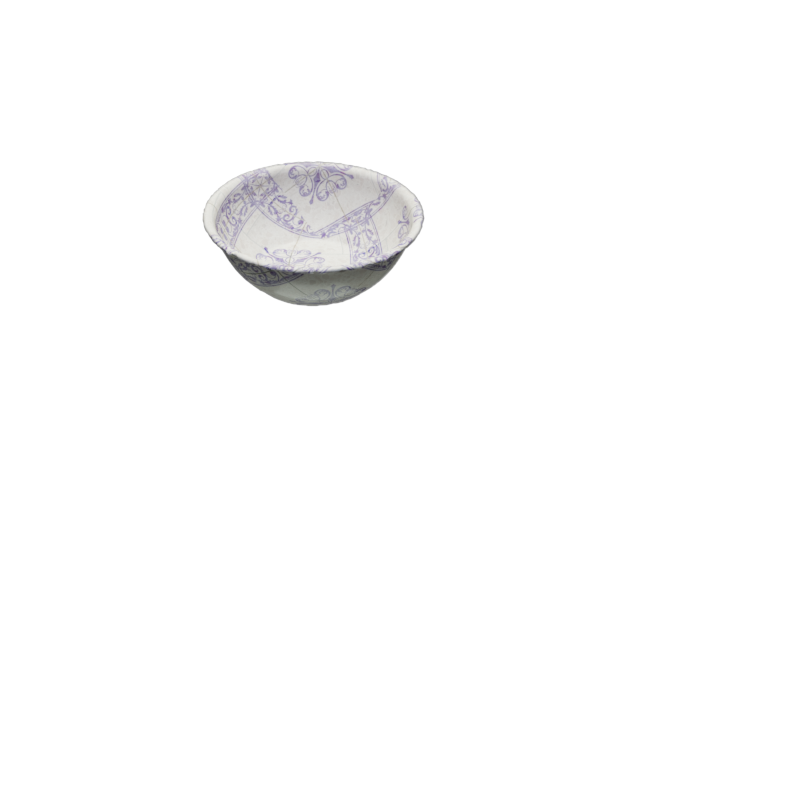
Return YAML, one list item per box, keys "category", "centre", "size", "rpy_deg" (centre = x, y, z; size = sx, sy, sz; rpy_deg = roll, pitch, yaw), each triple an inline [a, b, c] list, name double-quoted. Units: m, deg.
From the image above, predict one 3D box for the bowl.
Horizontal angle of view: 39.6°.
- category: "bowl"
  centre: [-0.065, -0.118, 0.824]
  size: [0.162, 0.051, 0.173]
  rpy_deg: [-1, 37, -2]
